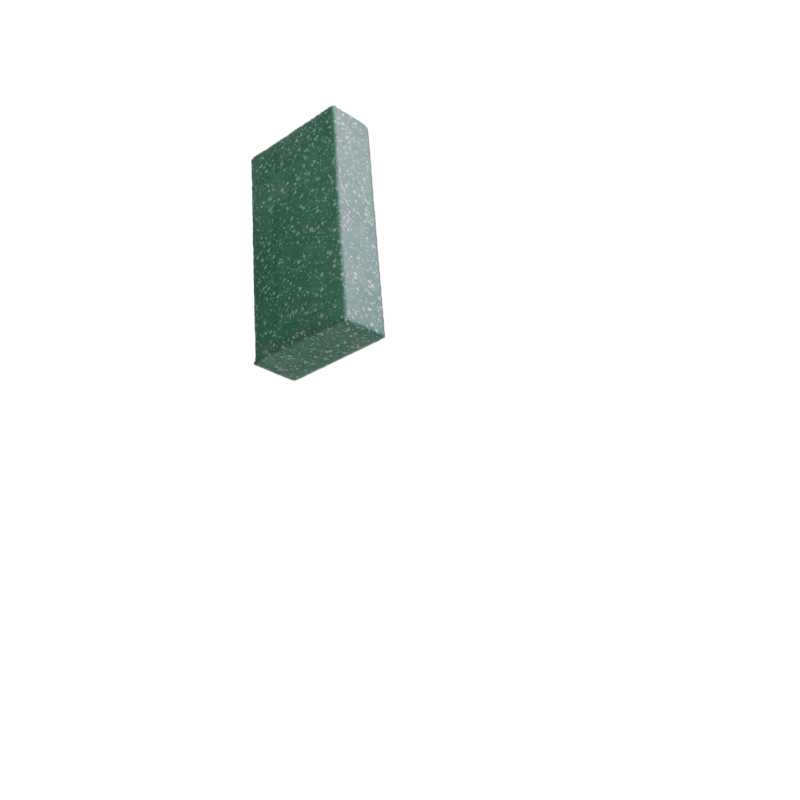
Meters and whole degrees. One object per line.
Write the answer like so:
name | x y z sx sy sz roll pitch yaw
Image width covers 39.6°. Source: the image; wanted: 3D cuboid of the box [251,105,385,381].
box | -0.061 -0.112 0.788 0.093 0.188 0.045 -26 -37 36
